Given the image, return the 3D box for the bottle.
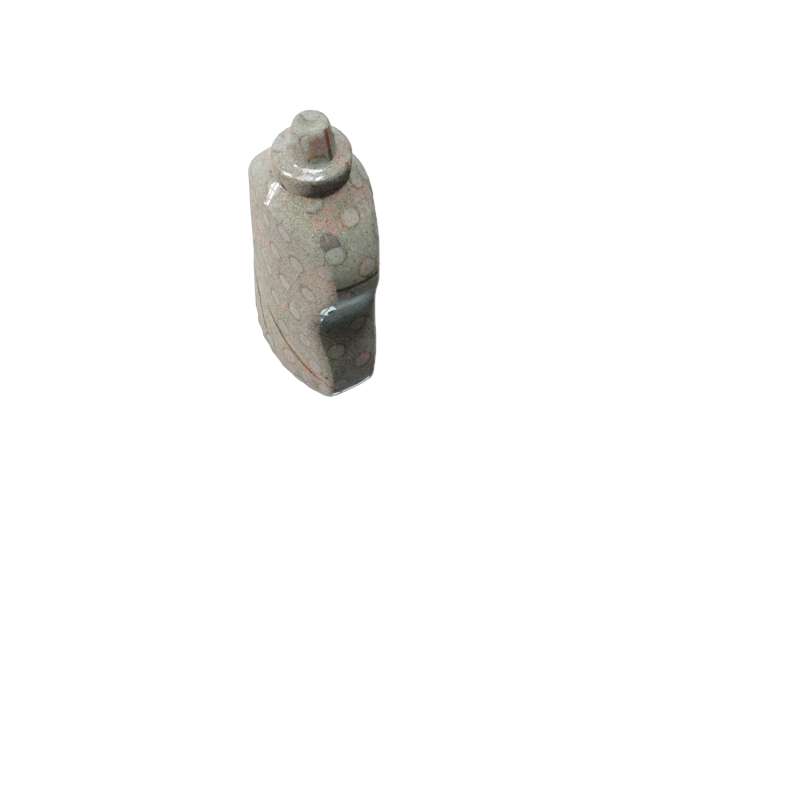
[{"bbox_3d":[-0.048,-0.087,0.608,0.058,0.103,0.179,-24,-28,-17],"label":"bottle"}]
